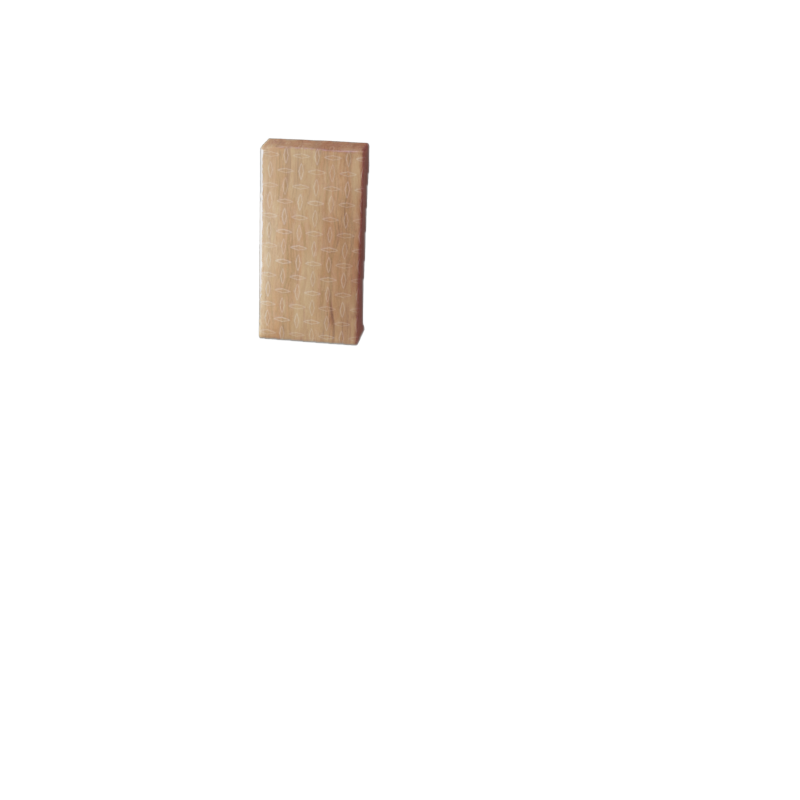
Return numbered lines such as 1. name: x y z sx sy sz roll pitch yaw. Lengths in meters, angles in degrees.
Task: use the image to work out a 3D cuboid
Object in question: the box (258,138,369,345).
1. box: -0.077 -0.139 0.978 0.094 0.169 0.049 4 19 7
